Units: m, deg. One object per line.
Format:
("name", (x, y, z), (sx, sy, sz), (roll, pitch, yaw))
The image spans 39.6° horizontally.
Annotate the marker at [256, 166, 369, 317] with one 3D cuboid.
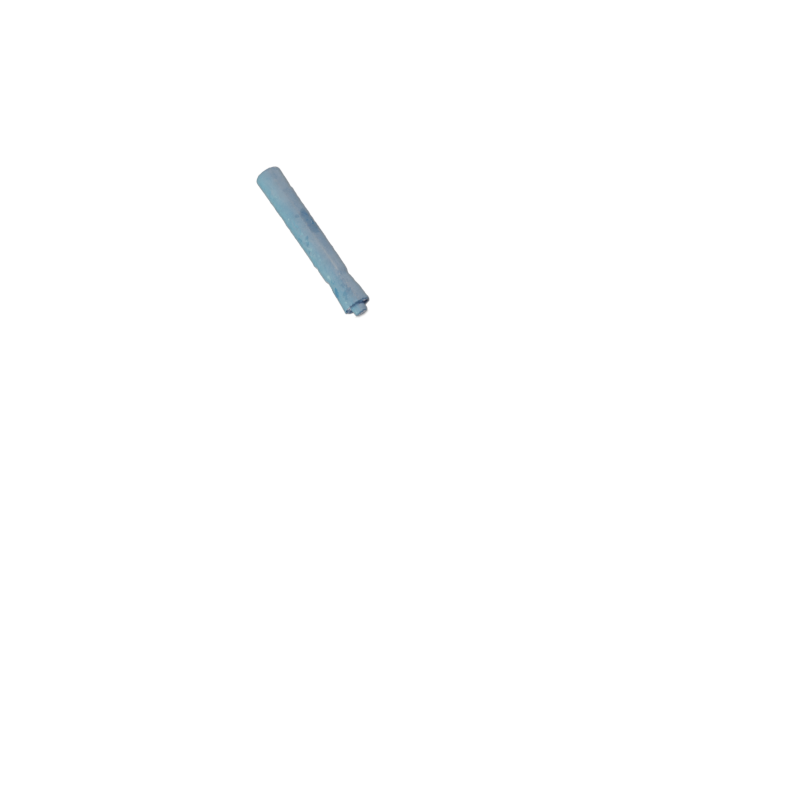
("marker", (-0.058, -0.106, 0.740), (0.020, 0.128, 0.019), (-29, -22, -13))
